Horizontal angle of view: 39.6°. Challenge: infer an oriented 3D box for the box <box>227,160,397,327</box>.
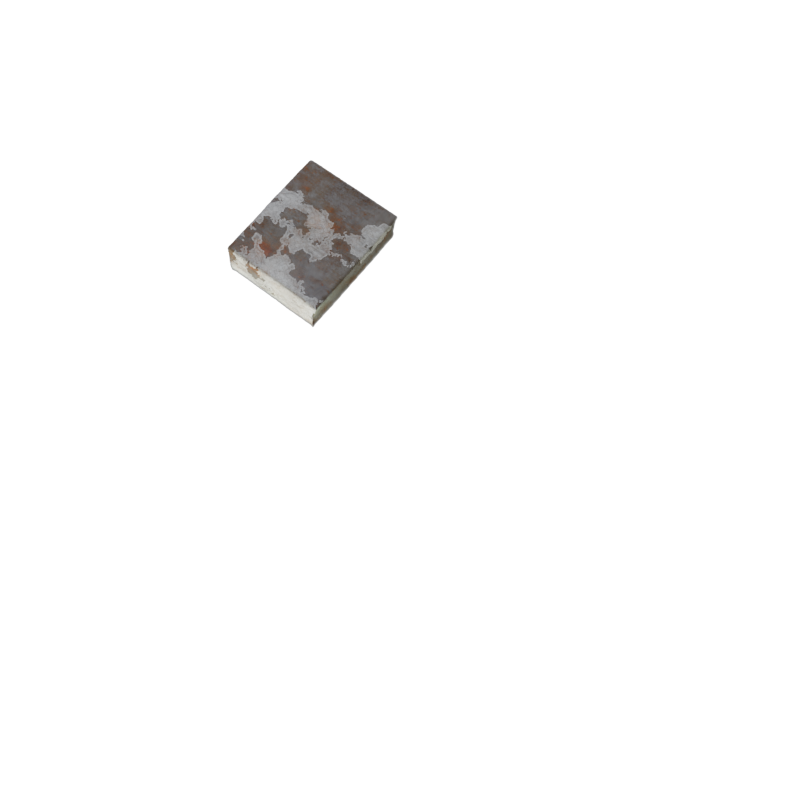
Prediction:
[{"bbox_3d":[-0.071,-0.129,0.903,0.093,0.116,0.037,33,-22,15],"label":"box"}]
